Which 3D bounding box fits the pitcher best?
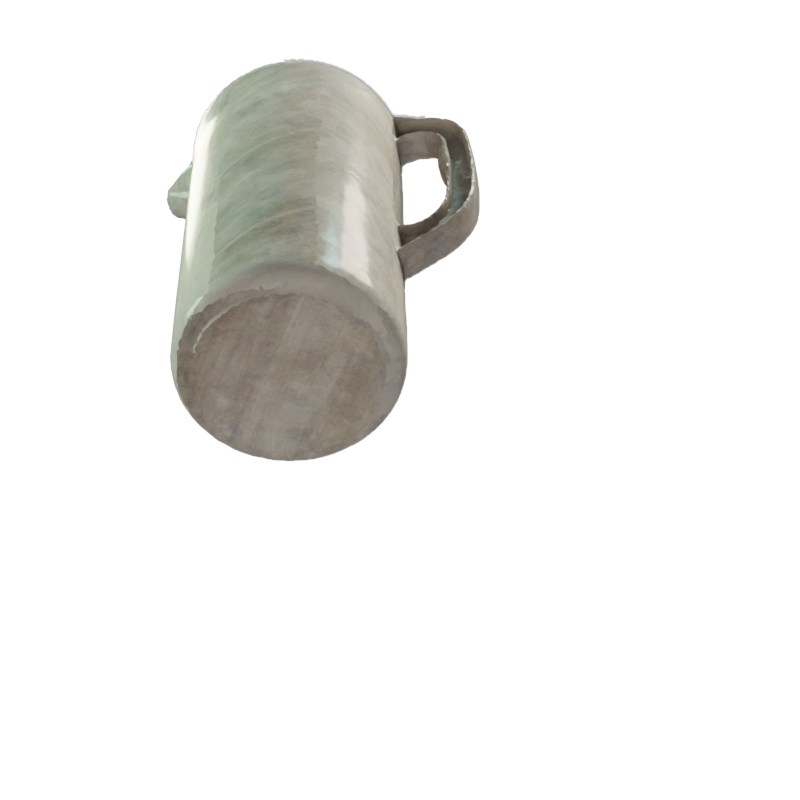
[{"bbox_3d":[-0.047,-0.085,0.597,0.140,0.145,0.259,27,28,-19],"label":"pitcher"}]
